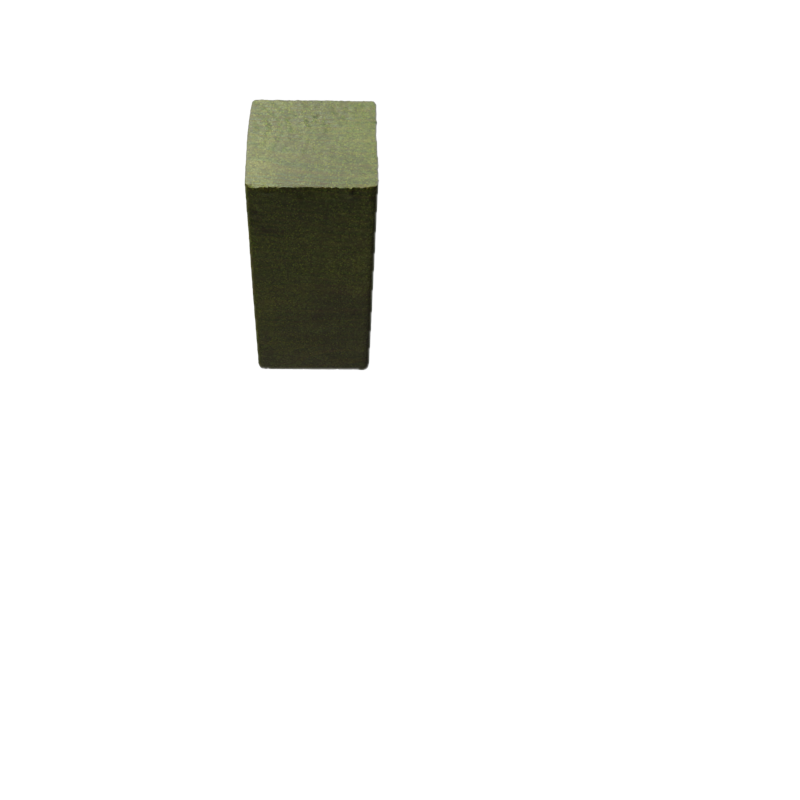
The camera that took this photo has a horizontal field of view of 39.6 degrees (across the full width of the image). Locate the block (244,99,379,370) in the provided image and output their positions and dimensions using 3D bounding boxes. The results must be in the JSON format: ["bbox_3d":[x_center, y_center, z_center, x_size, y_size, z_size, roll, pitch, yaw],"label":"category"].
[{"bbox_3d":[-0.065,-0.118,0.832,0.090,0.097,0.192,1,-38,-3],"label":"block"}]
